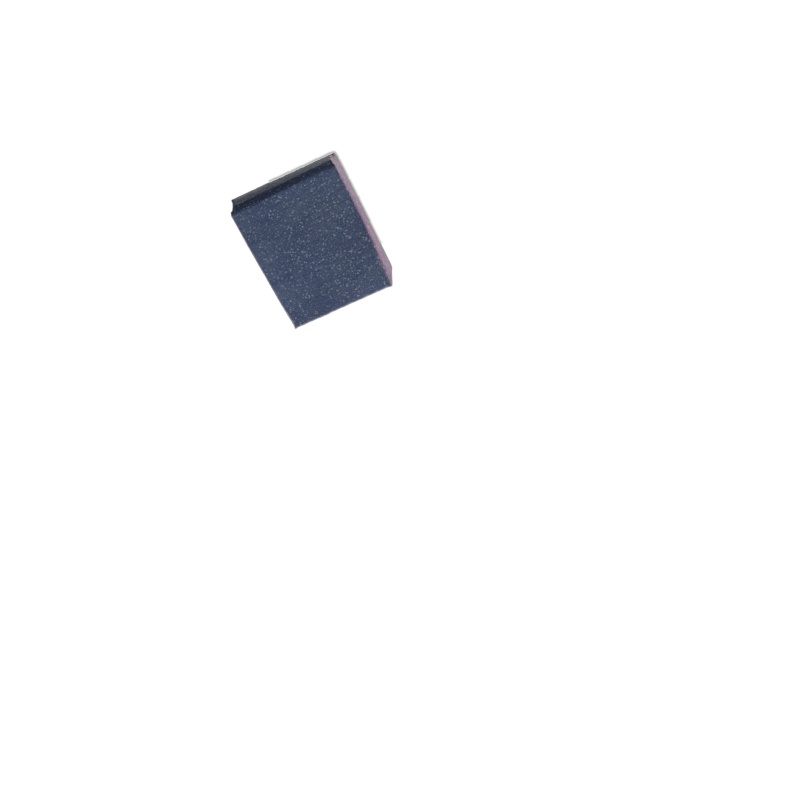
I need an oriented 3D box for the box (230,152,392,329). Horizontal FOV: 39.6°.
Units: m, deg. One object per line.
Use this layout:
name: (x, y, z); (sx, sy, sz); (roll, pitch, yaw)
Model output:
box: (-0.067, -0.123, 0.859); (0.090, 0.107, 0.041); (-23, 22, 9)
